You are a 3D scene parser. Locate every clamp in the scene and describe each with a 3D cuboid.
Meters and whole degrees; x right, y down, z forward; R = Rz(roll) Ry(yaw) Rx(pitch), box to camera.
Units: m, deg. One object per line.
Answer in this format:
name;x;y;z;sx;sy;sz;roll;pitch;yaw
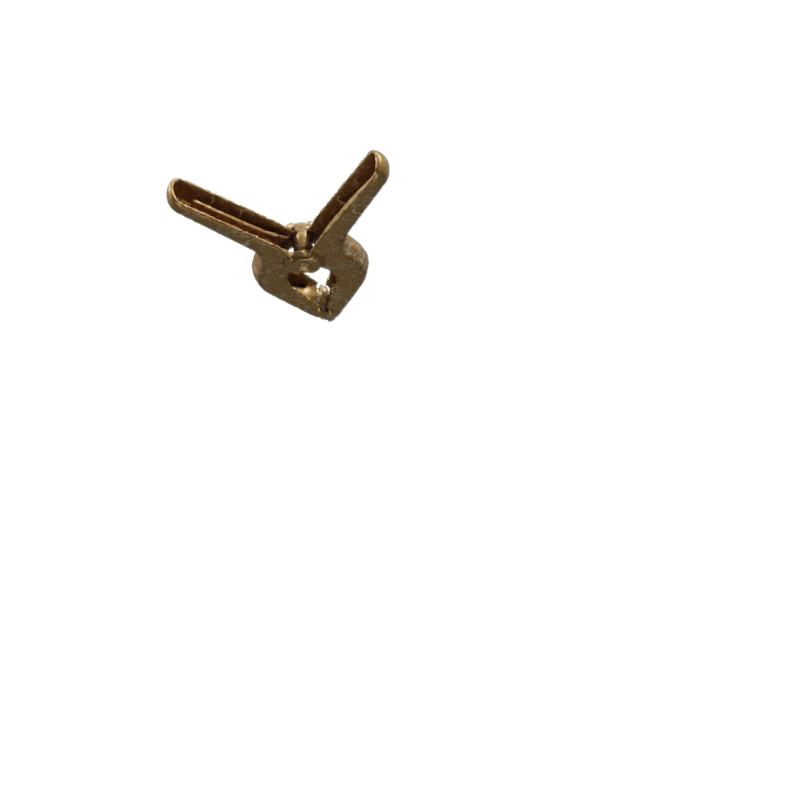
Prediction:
clamp;-0.068;-0.124;0.870;0.167;0.039;0.195;-8;-28;15
